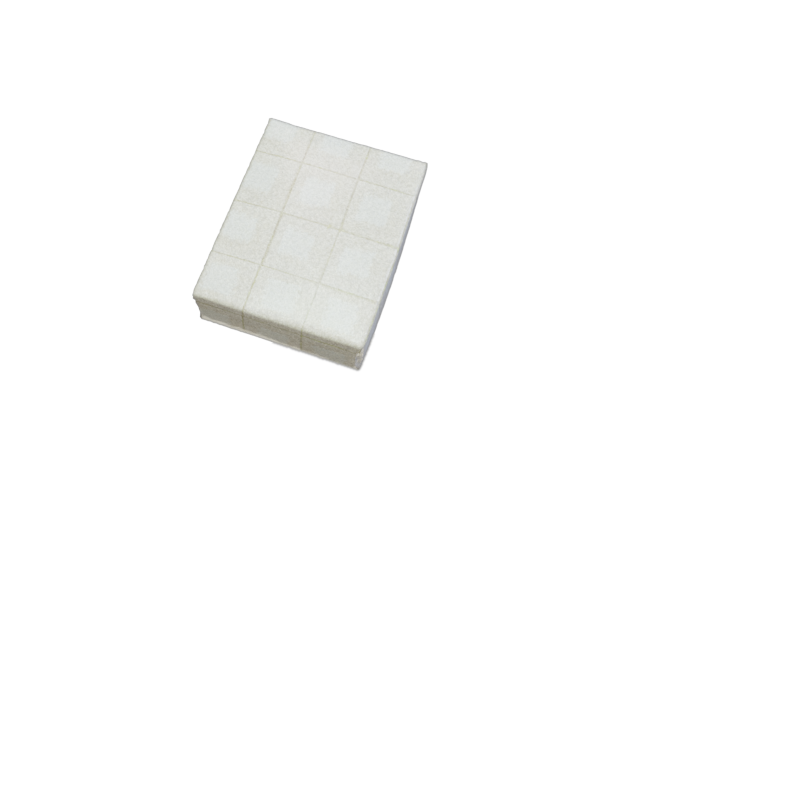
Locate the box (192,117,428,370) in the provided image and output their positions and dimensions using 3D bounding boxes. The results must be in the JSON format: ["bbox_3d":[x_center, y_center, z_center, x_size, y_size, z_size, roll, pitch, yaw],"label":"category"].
[{"bbox_3d":[-0.045,-0.082,0.576,0.091,0.118,0.037,17,-25,7],"label":"box"}]
